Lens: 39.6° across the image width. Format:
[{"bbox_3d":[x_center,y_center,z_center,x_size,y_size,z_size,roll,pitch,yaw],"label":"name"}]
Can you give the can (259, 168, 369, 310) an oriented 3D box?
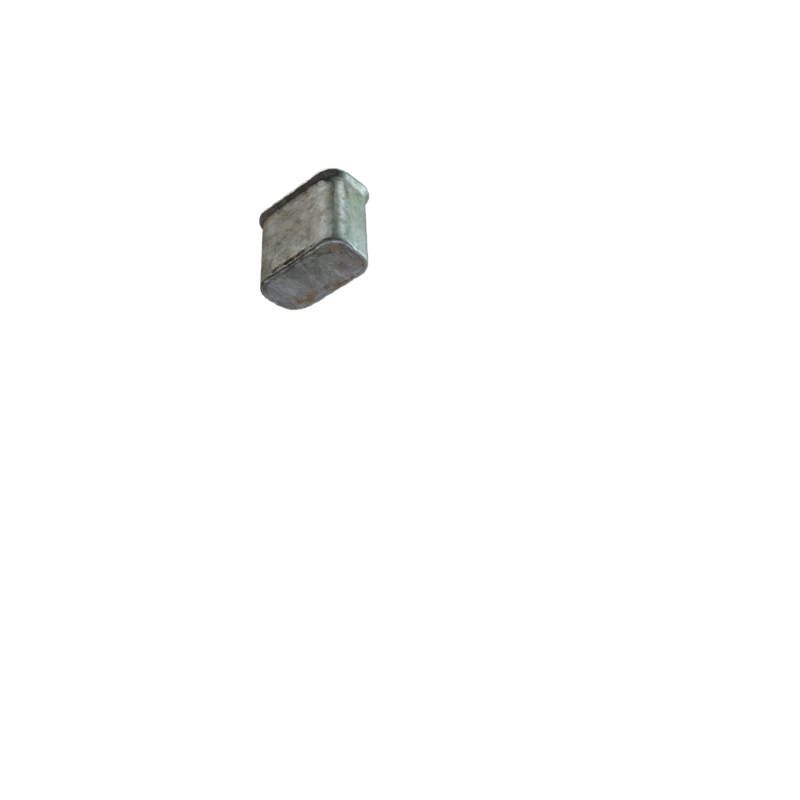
[{"bbox_3d":[-0.074,-0.135,0.948,0.101,0.090,0.054,-30,-47,30],"label":"can"}]
